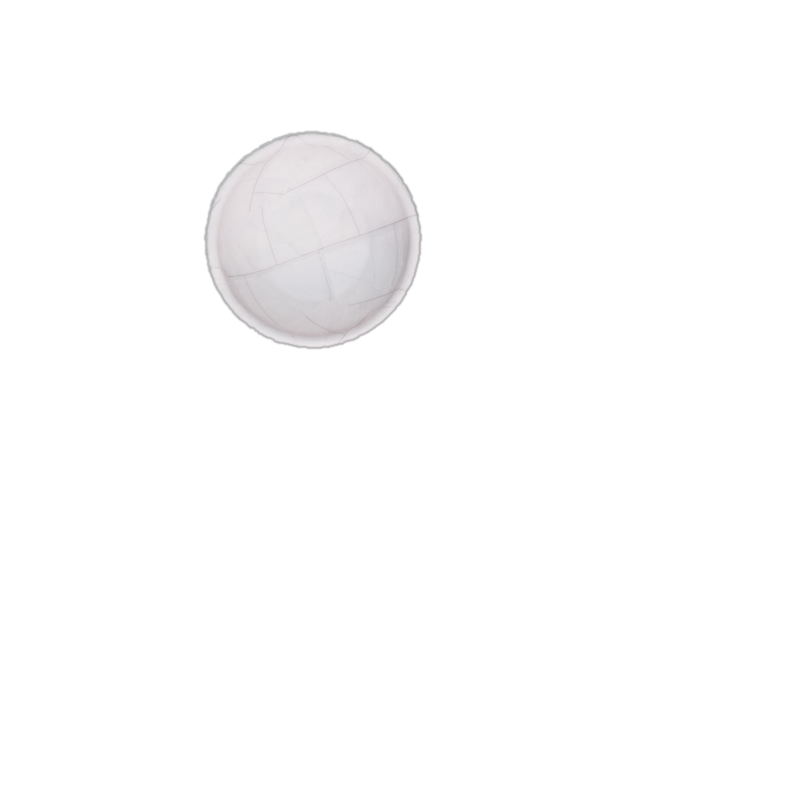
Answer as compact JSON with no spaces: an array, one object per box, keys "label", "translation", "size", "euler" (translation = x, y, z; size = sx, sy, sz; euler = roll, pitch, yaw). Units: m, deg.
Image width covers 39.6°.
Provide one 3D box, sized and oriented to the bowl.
[{"label":"bowl","translation":[-0.067,-0.122,0.855],"size":[0.162,0.163,0.055],"euler":[0,-2,0]}]
